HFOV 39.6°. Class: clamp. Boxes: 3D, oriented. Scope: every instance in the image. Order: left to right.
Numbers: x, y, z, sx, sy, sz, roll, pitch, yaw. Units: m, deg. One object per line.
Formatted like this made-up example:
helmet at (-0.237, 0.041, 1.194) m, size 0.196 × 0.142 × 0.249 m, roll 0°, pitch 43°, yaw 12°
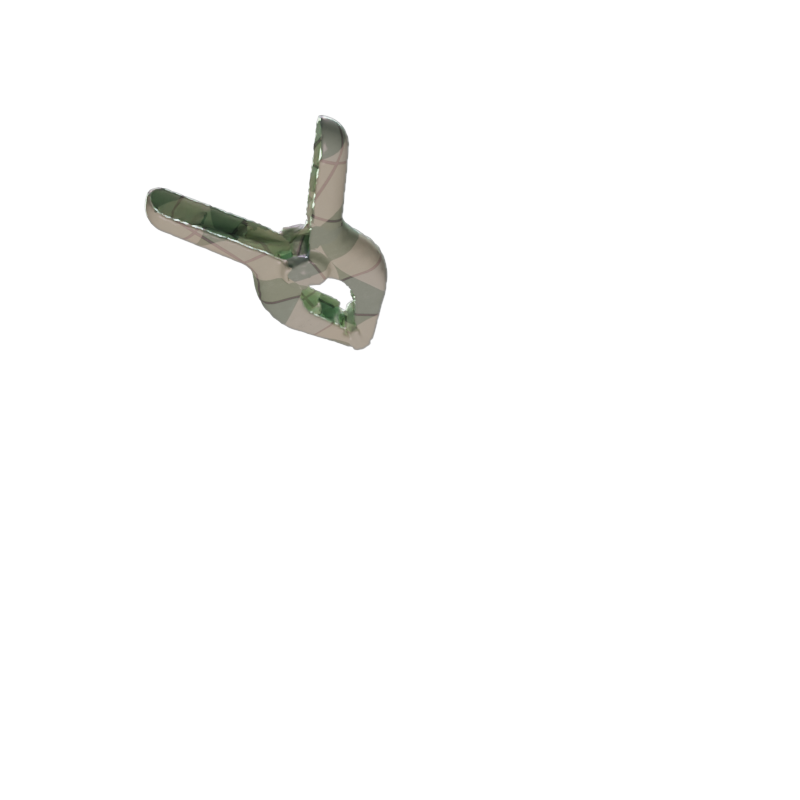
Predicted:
clamp at (-0.050, -0.091, 0.640) m, size 0.121 × 0.042 × 0.159 m, roll -21°, pitch -40°, yaw 27°
